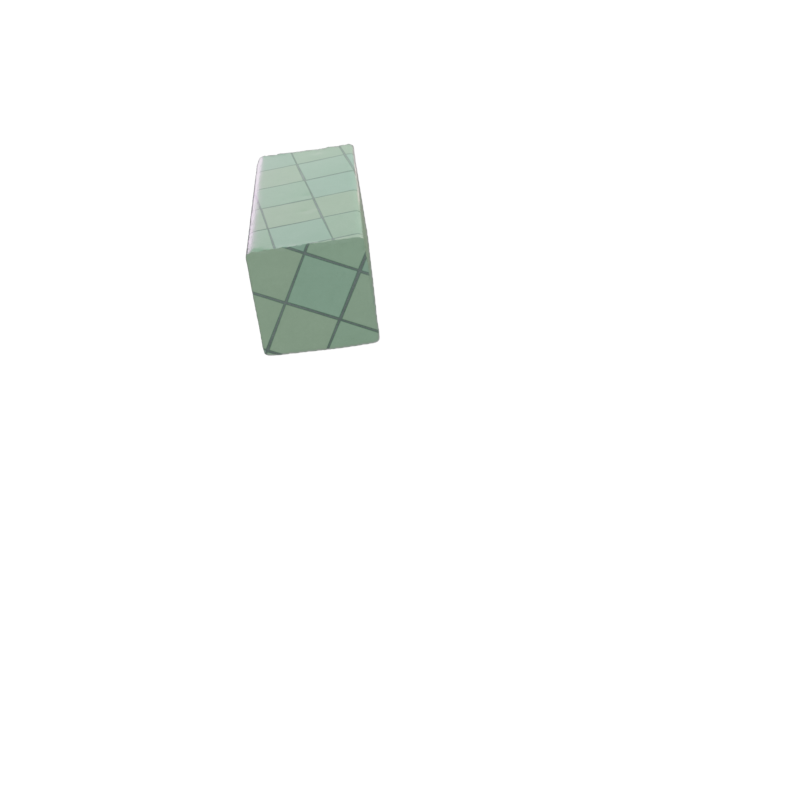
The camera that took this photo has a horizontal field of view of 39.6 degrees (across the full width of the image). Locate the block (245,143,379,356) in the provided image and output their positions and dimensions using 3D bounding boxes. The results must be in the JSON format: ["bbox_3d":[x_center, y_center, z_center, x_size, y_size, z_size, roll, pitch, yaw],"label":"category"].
[{"bbox_3d":[-0.072,-0.130,0.911,0.090,0.085,0.219,-8,30,1],"label":"block"}]
